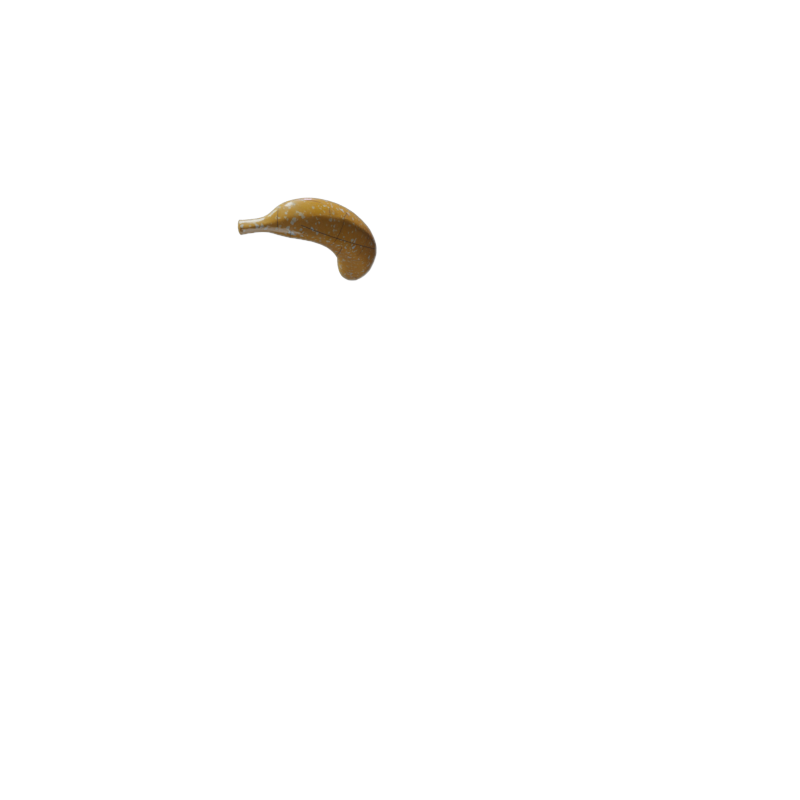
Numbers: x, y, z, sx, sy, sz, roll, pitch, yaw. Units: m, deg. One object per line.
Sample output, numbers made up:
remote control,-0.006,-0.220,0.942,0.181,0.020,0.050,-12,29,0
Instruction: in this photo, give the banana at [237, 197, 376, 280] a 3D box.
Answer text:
banana,-0.060,-0.139,0.948,0.071,0.038,0.187,-6,-11,26
